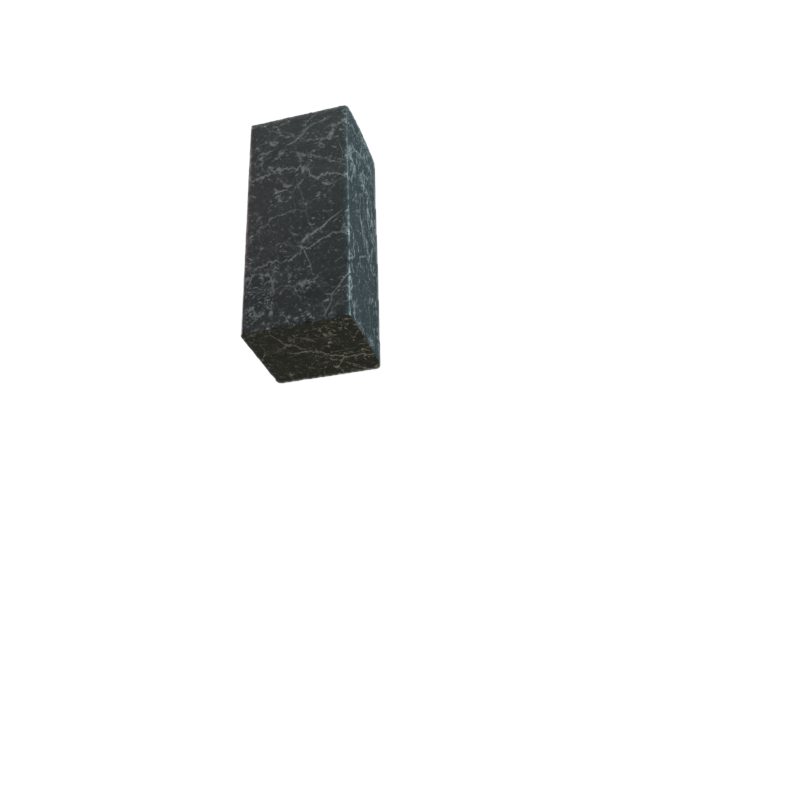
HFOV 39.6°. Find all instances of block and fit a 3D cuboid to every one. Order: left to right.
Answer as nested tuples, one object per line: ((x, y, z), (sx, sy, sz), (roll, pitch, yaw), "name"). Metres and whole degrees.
((-0.071, -0.131, 0.918), (0.092, 0.220, 0.083), (-10, -32, 13), "block")
